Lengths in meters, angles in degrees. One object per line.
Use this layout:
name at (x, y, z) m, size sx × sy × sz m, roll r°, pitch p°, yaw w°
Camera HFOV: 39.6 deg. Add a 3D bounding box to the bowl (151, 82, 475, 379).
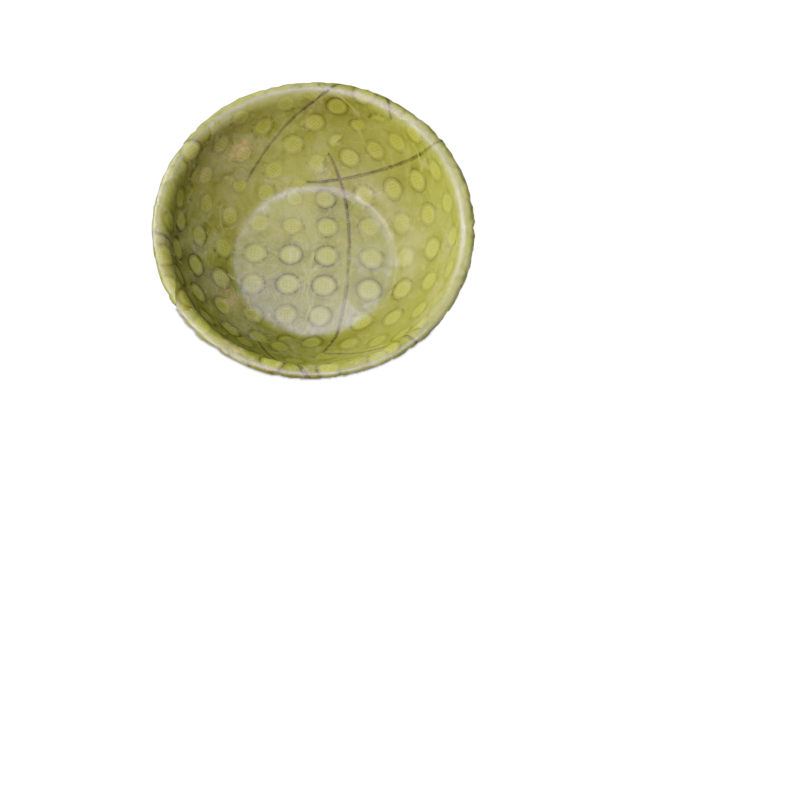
bowl at (-0.045, -0.082, 0.577) m, size 0.162 × 0.170 × 0.052 m, roll -1°, pitch -21°, yaw -1°
